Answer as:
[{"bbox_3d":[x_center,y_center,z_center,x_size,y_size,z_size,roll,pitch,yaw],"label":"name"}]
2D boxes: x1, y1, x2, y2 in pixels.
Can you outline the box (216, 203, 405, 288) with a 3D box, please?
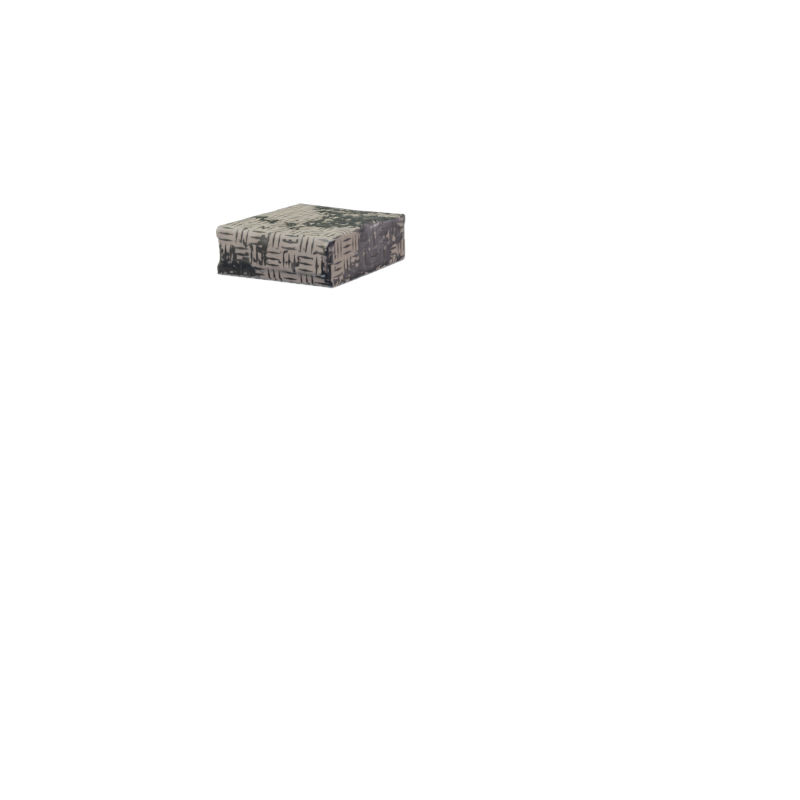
[{"bbox_3d":[-0.049,-0.088,0.620,0.076,0.029,0.089,10,20,27],"label":"box"}]
